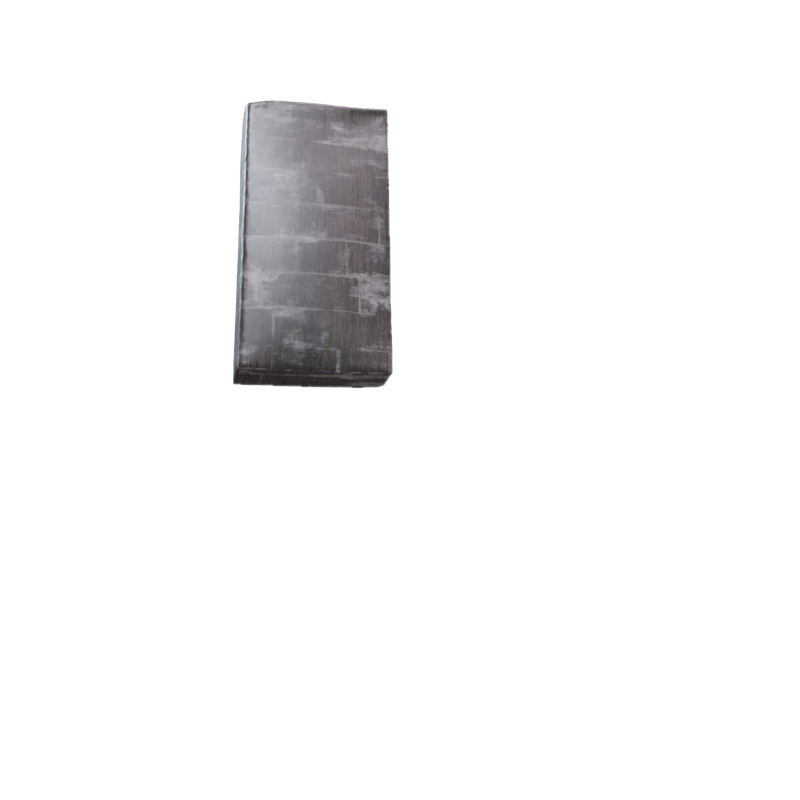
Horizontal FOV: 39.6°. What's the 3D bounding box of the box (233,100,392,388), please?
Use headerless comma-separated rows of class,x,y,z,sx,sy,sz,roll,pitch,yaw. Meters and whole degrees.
box,-0.054,-0.098,0.683,0.092,0.184,0.046,2,-19,-9
